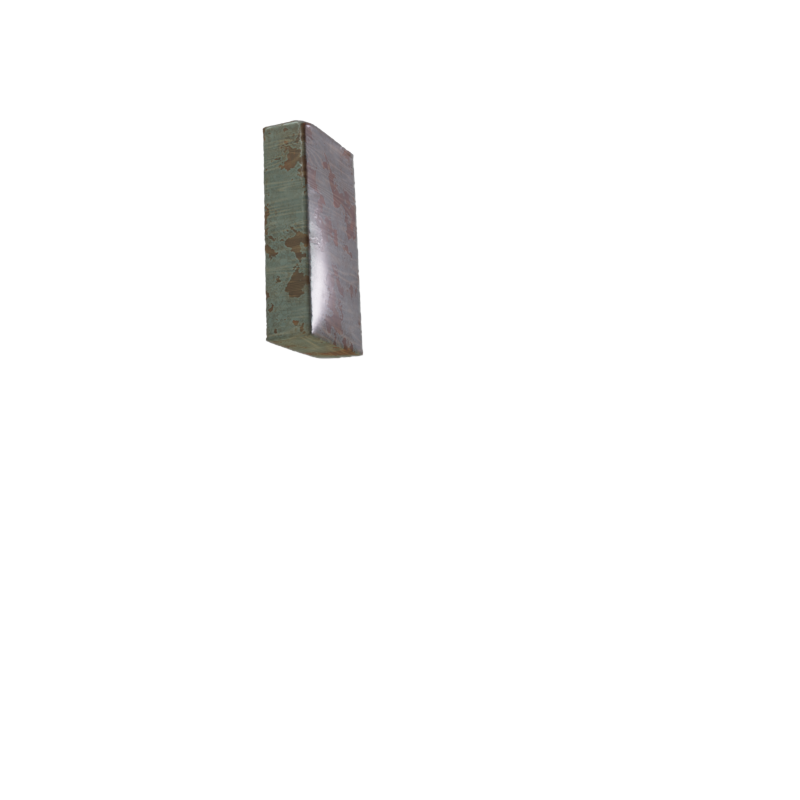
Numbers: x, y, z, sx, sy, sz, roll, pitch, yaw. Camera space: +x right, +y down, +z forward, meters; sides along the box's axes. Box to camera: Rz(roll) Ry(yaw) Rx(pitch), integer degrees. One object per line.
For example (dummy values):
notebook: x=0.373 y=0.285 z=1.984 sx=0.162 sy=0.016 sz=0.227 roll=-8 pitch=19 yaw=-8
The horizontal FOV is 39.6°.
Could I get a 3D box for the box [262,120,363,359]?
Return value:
box: x=-0.069 y=-0.126 z=0.885 sx=0.049 sy=0.183 sz=0.088 roll=-8 pitch=-16 yaw=24
